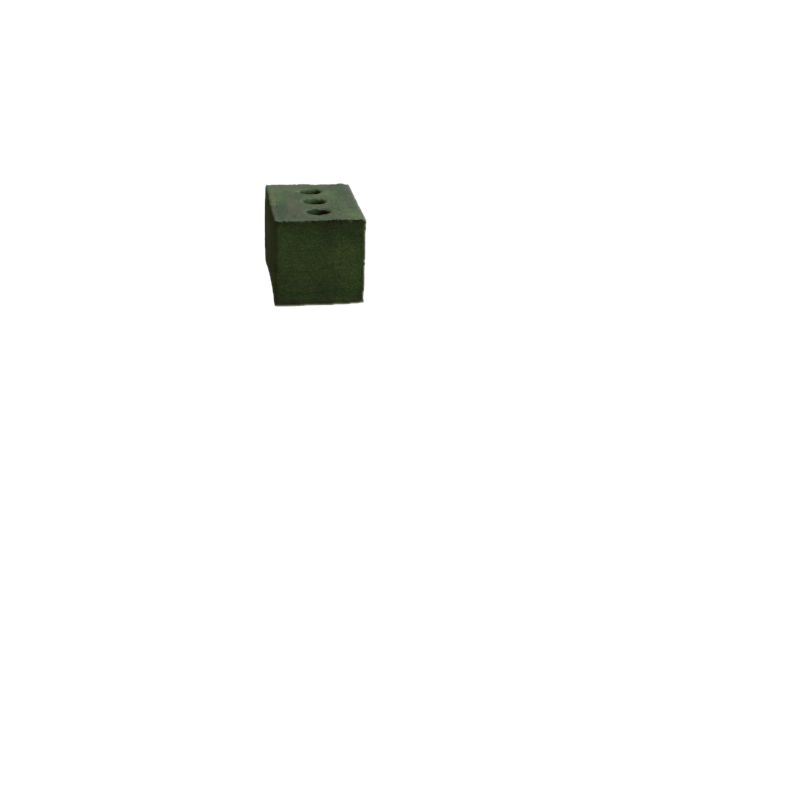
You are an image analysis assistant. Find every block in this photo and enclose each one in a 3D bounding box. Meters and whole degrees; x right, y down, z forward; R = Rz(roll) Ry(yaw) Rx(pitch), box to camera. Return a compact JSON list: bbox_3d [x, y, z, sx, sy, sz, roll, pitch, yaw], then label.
[{"bbox_3d":[-0.051,-0.092,0.646,0.052,0.049,0.082,-3,24,-9],"label":"block"}]
